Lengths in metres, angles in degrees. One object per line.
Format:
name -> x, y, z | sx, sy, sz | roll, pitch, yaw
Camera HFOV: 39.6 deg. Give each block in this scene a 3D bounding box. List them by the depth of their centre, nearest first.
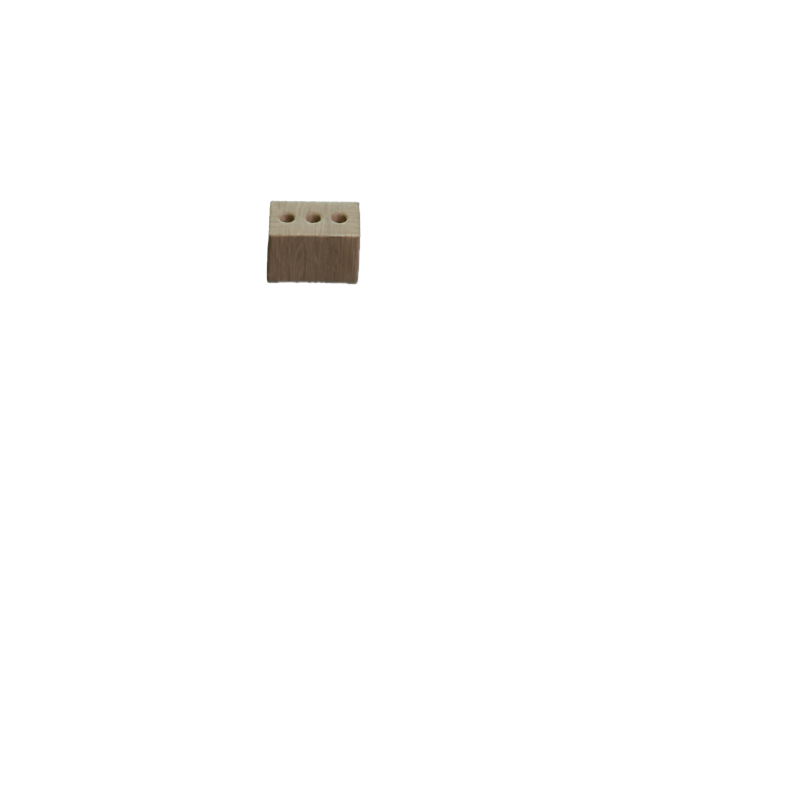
block -> -0.073, -0.134, 0.936 | 0.078, 0.048, 0.056 | 0, 41, -1
